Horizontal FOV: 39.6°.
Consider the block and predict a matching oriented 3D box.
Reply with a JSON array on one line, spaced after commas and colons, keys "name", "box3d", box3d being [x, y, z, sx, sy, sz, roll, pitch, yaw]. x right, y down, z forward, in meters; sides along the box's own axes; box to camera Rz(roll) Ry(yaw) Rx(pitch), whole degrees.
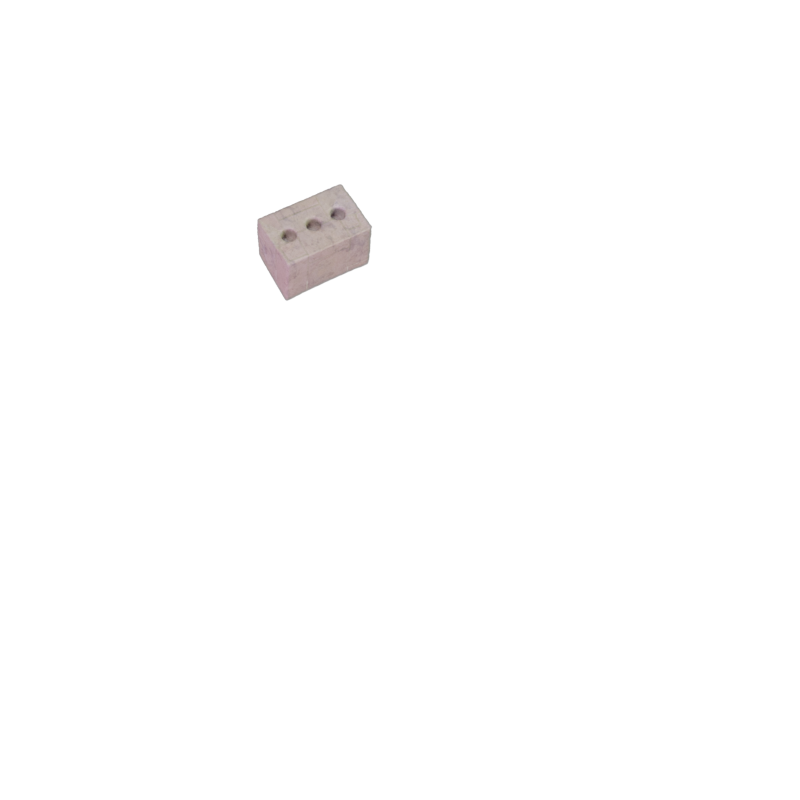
[{"name": "block", "box3d": [-0.070, -0.127, 0.888, 0.078, 0.056, 0.048, -26, -26, -16]}]
